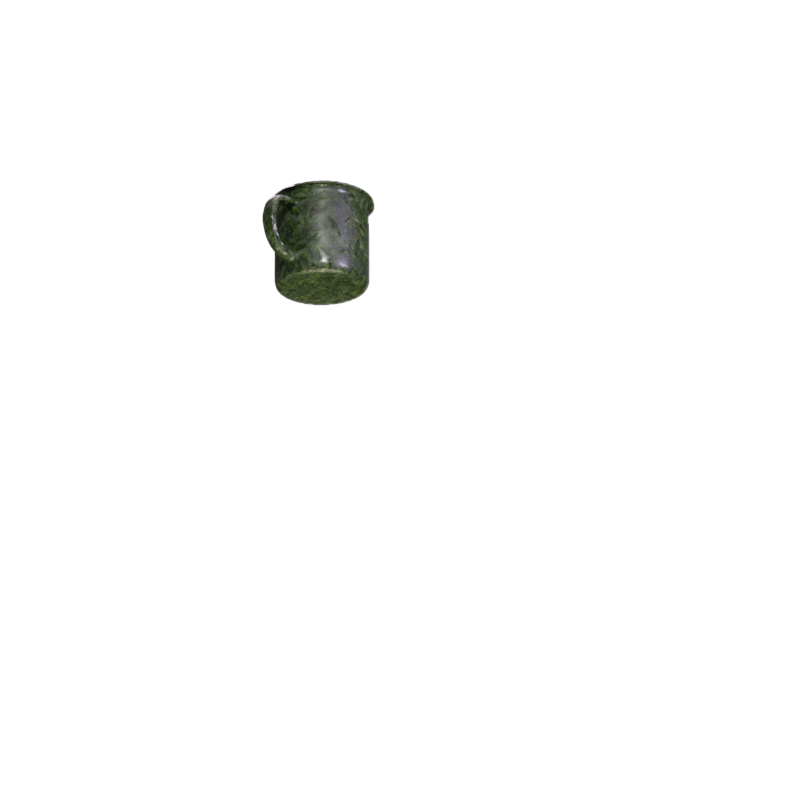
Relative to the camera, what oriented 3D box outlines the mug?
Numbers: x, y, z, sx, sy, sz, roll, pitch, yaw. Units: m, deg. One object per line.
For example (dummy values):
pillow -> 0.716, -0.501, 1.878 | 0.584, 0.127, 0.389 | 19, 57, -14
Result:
mug -> -0.075, -0.136, 0.954 | 0.095, 0.086, 0.109 | -16, -26, 33
